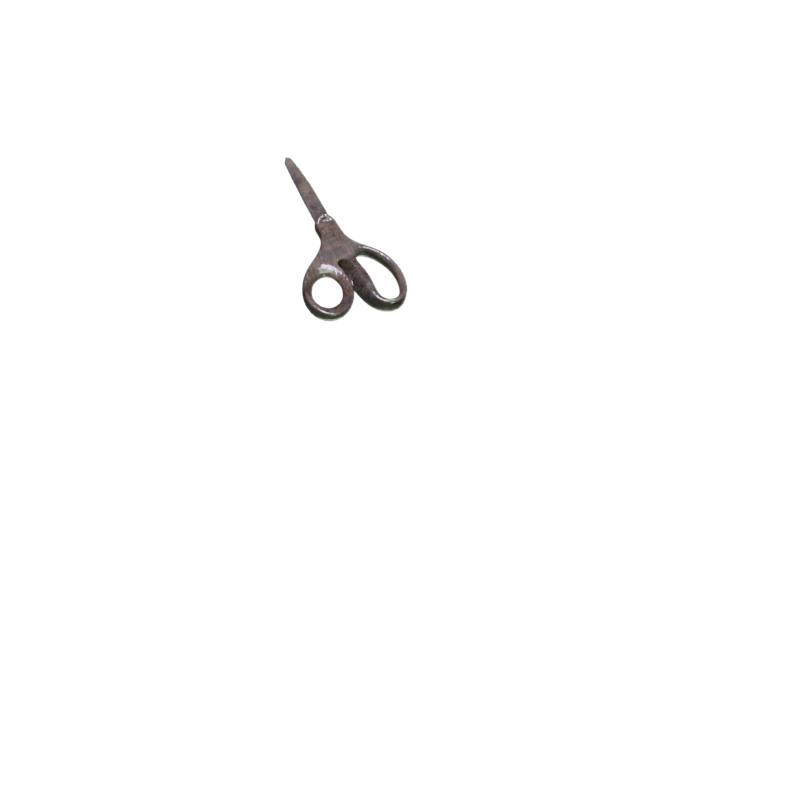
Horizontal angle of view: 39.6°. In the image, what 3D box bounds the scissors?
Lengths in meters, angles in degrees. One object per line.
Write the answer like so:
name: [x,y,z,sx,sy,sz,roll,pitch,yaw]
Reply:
scissors: [-0.076,-0.139,0.975,0.096,0.015,0.216,-31,57,-23]
